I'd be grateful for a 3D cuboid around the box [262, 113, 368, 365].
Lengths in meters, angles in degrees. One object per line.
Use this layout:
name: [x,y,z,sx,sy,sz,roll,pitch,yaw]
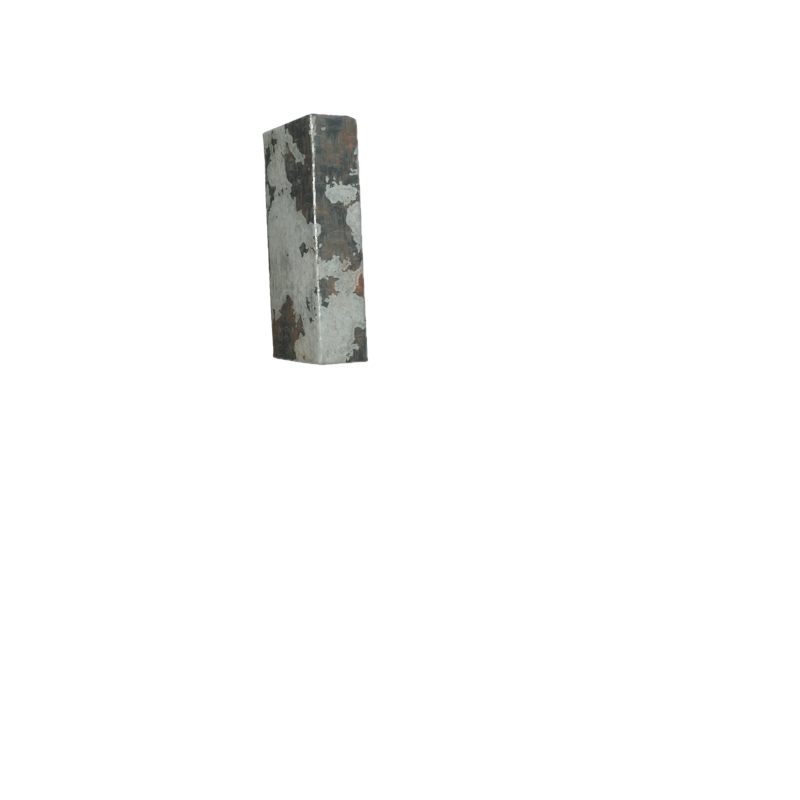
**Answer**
box: [-0.064,-0.117,0.817,0.046,0.177,0.096,1,-2,-27]
